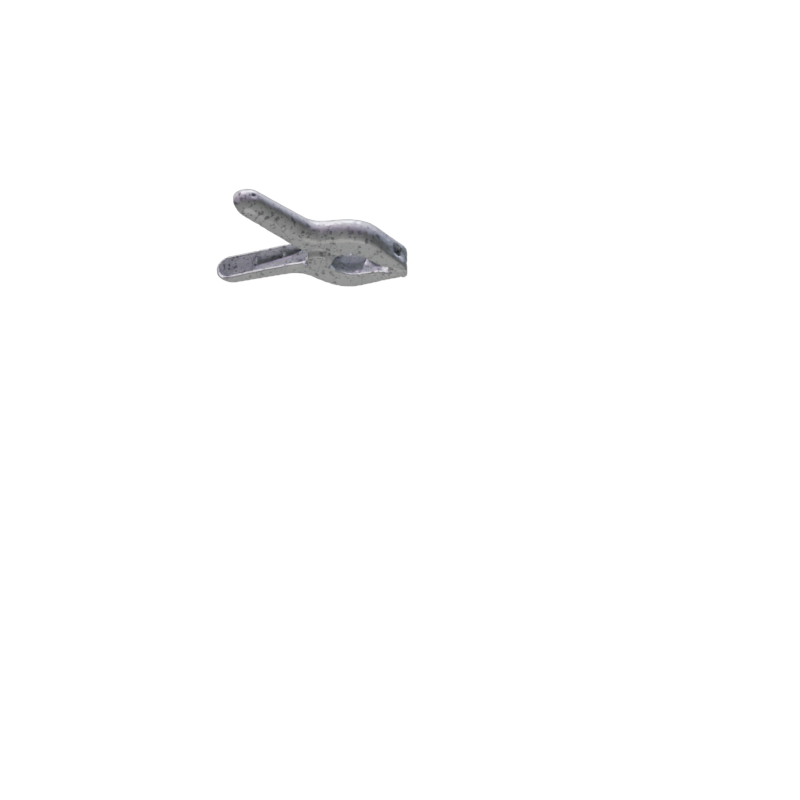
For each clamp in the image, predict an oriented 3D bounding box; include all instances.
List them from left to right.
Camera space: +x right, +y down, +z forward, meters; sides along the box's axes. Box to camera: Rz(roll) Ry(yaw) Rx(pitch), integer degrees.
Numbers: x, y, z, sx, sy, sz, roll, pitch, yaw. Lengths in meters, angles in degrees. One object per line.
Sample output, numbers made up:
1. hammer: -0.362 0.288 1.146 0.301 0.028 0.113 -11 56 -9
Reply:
1. clamp: -0.076 -0.139 0.970 0.171 0.042 0.114 1 -25 -3
